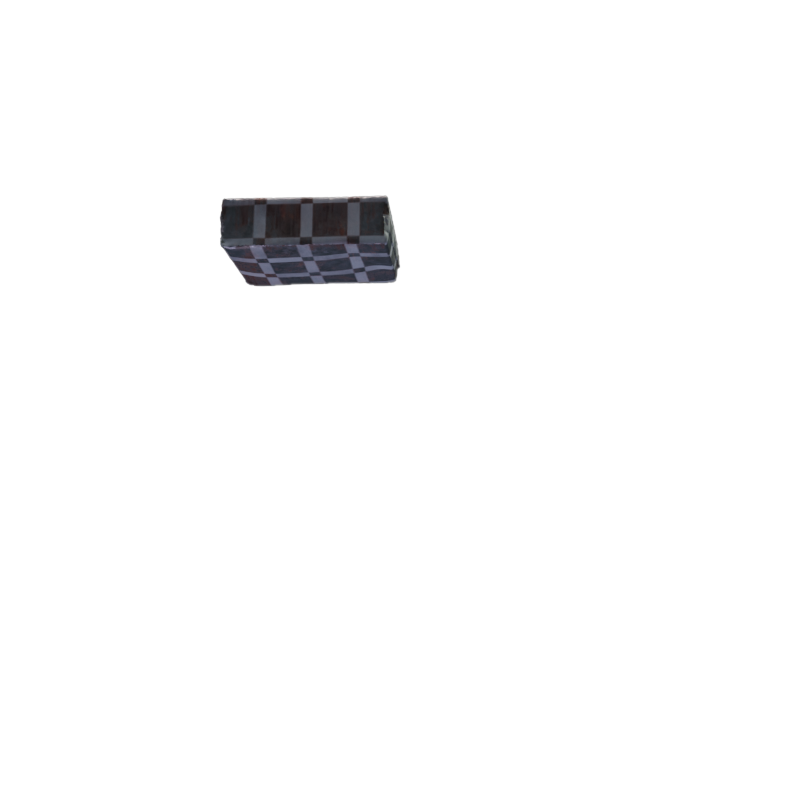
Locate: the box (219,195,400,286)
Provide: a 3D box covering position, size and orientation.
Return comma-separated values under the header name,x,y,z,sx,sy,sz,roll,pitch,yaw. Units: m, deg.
name,x,y,z,sx,sy,sz,roll,pitch,yaw
box,-0.060,-0.109,0.760,0.114,0.040,0.086,-1,-13,6
